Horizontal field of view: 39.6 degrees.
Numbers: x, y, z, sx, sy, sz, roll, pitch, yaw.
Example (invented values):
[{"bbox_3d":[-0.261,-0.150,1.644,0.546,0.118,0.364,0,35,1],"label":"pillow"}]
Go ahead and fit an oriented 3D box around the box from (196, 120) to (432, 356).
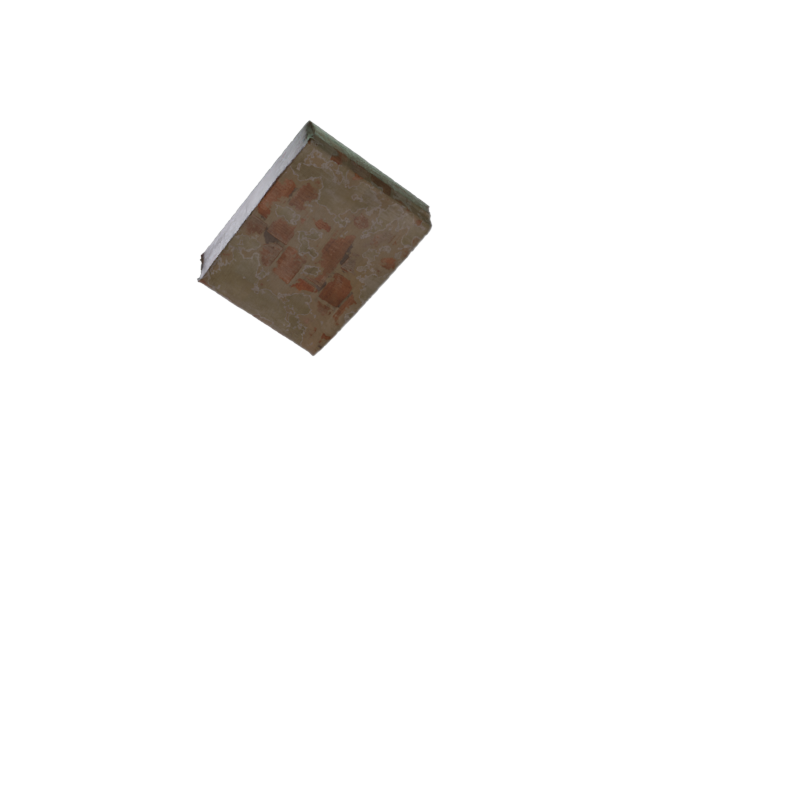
[{"bbox_3d":[-0.051,-0.092,0.647,0.087,0.111,0.041,35,21,-17],"label":"box"}]
